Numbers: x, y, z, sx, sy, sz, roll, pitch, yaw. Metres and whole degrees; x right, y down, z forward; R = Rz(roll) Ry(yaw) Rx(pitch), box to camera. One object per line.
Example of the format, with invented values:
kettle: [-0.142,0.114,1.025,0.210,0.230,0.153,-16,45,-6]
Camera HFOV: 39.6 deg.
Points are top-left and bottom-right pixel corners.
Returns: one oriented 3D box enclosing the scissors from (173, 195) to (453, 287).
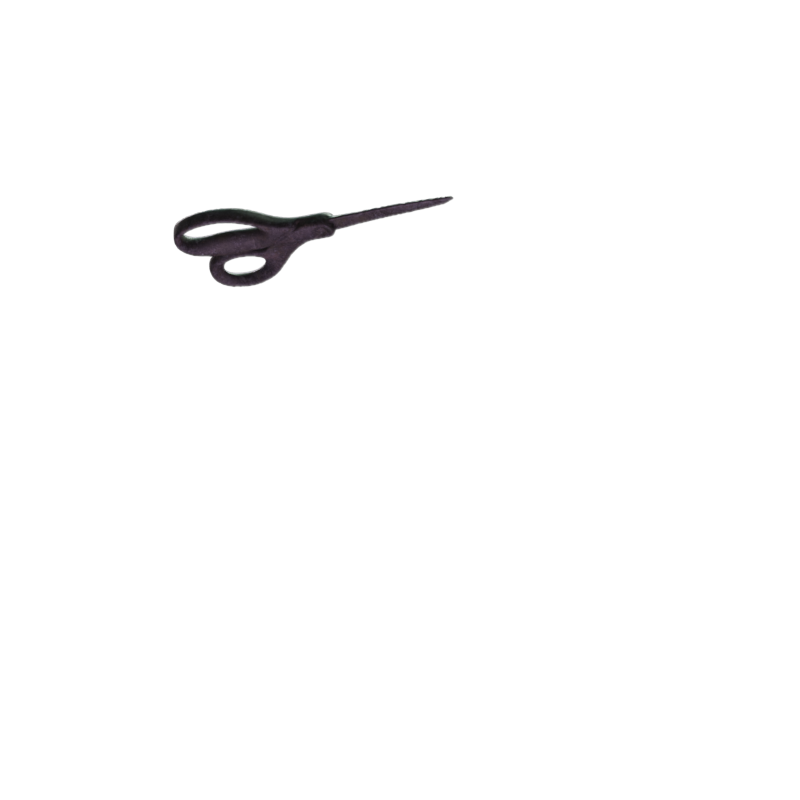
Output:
scissors: [-0.064,-0.116,0.813,0.202,0.017,0.090,-2,-29,3]
